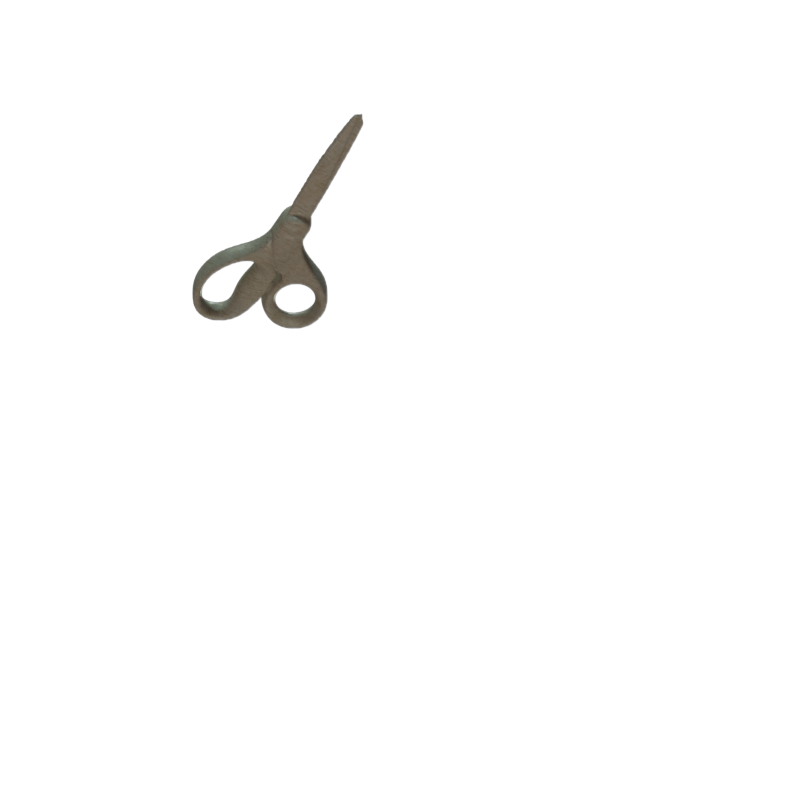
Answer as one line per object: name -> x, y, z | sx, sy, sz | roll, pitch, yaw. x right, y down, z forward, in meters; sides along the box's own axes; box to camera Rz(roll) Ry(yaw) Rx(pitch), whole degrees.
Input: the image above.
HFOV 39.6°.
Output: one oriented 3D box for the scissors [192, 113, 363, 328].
scissors -> -0.053, -0.097, 0.682 | 0.091, 0.017, 0.199 | 26, -42, -33
